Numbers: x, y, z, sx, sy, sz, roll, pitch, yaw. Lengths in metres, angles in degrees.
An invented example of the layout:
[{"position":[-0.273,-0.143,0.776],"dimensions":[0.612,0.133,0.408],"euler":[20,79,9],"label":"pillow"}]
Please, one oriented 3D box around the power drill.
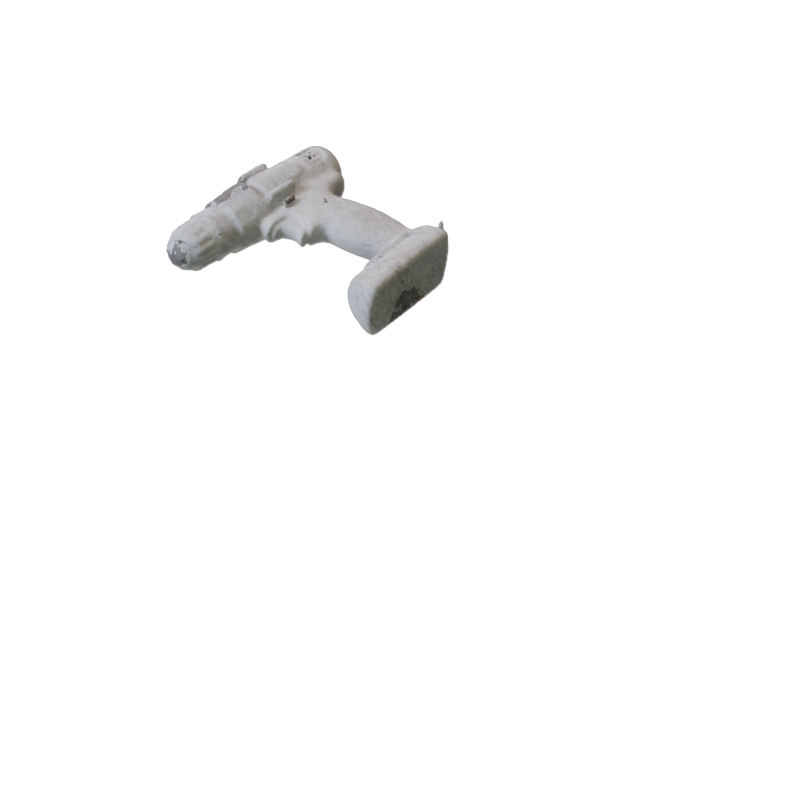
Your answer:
[{"position":[-0.071,-0.129,0.902],"dimensions":[0.199,0.053,0.186],"euler":[32,53,28],"label":"power drill"}]
